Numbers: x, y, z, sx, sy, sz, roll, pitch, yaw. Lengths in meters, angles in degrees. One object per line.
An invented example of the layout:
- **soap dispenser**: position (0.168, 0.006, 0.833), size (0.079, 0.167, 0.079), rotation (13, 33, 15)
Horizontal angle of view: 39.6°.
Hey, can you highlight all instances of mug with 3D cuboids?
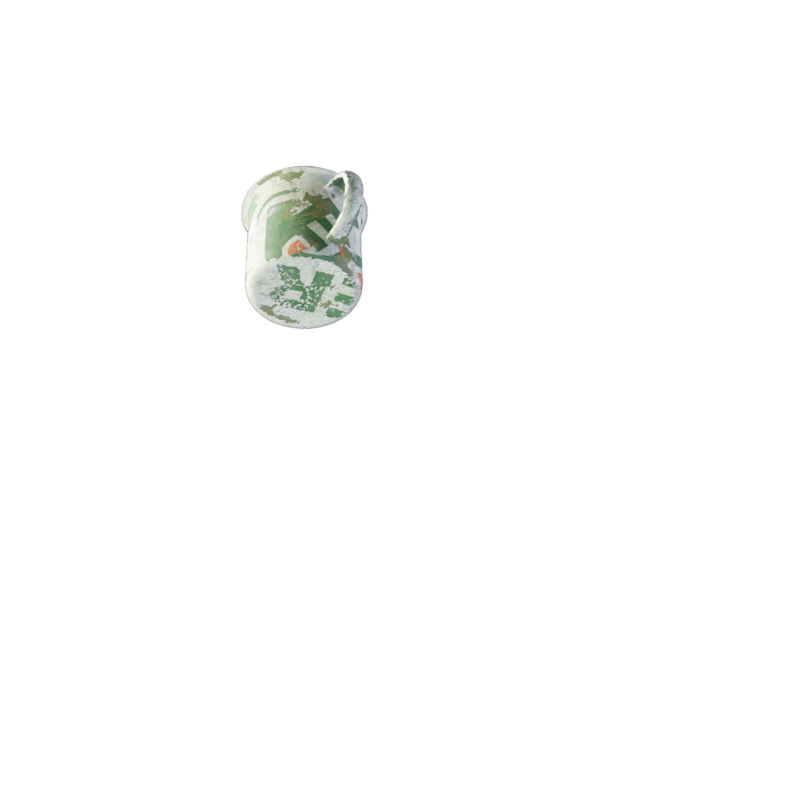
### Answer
- **mug**: position (-0.061, -0.111, 0.778), size (0.089, 0.087, 0.115), rotation (25, -48, -27)
